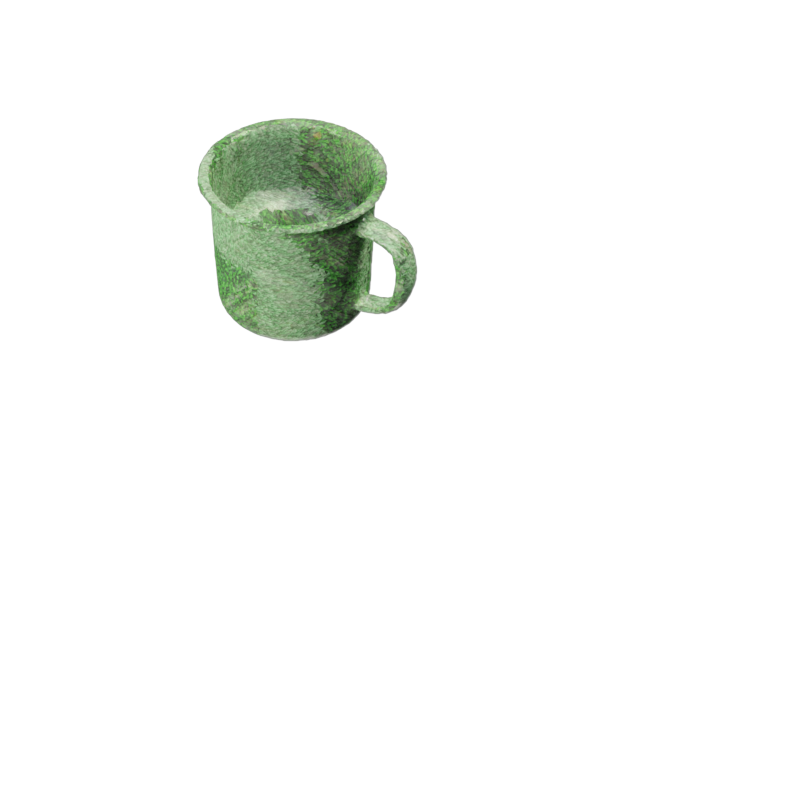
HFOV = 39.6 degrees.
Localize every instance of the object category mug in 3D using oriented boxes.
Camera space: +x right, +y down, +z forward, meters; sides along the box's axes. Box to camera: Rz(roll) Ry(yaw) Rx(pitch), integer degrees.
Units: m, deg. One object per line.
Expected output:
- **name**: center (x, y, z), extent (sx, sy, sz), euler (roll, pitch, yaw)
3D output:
- **mug**: center (-0.044, -0.080, 0.563), extent (0.122, 0.076, 0.096), euler (23, 48, 21)
